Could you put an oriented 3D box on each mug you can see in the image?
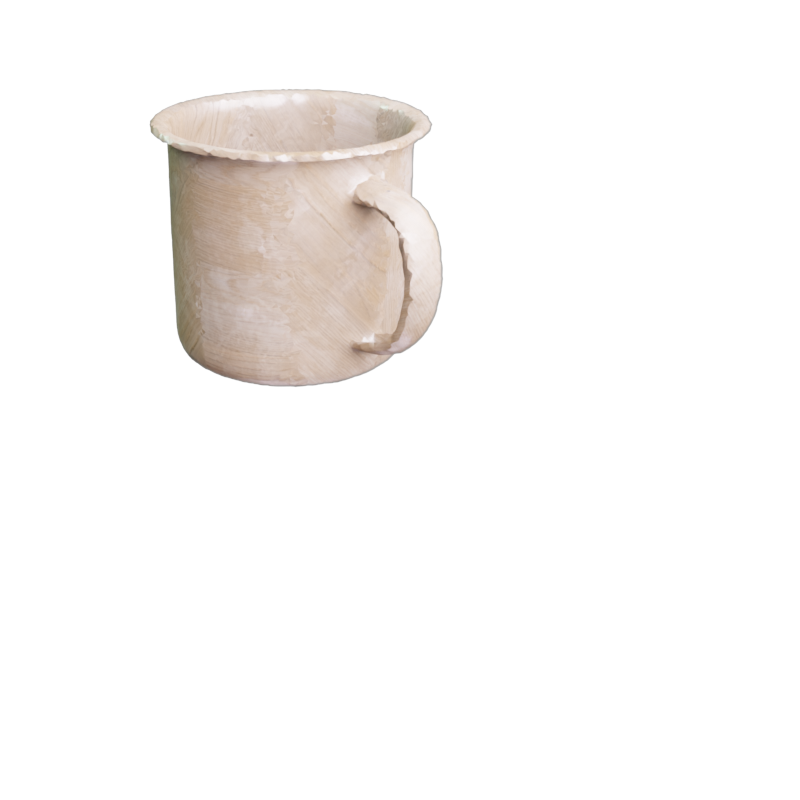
[{"bbox_3d":[-0.029,-0.053,0.373,0.092,0.078,0.125,-19,32,-37],"label":"mug"}]
